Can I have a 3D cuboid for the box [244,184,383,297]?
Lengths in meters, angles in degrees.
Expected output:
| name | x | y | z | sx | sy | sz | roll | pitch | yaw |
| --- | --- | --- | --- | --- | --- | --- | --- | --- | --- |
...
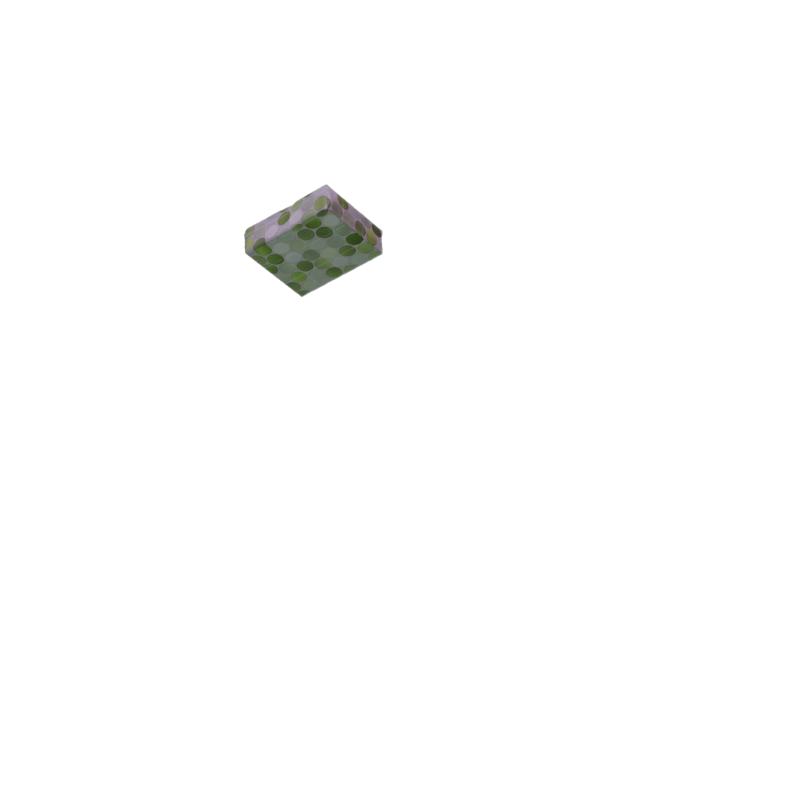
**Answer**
| name | x | y | z | sx | sy | sz | roll | pitch | yaw |
| --- | --- | --- | --- | --- | --- | --- | --- | --- | --- |
| box | -0.070 | -0.128 | 0.898 | 0.089 | 0.032 | 0.068 | -25 | -42 | 30 |
